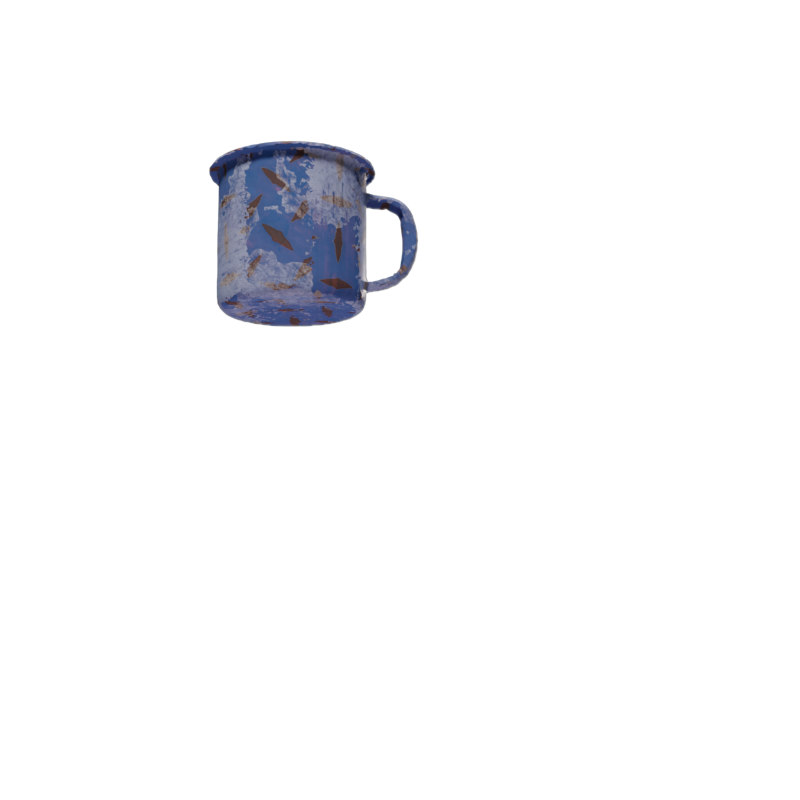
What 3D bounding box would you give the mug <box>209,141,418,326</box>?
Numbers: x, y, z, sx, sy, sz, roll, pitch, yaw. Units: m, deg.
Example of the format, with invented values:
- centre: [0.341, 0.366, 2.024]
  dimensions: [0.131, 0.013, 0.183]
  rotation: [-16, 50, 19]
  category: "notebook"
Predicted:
- centre: [-0.048, -0.088, 0.613]
  dimensions: [0.115, 0.085, 0.091]
  rotation: [2, -13, -11]
  category: "mug"
